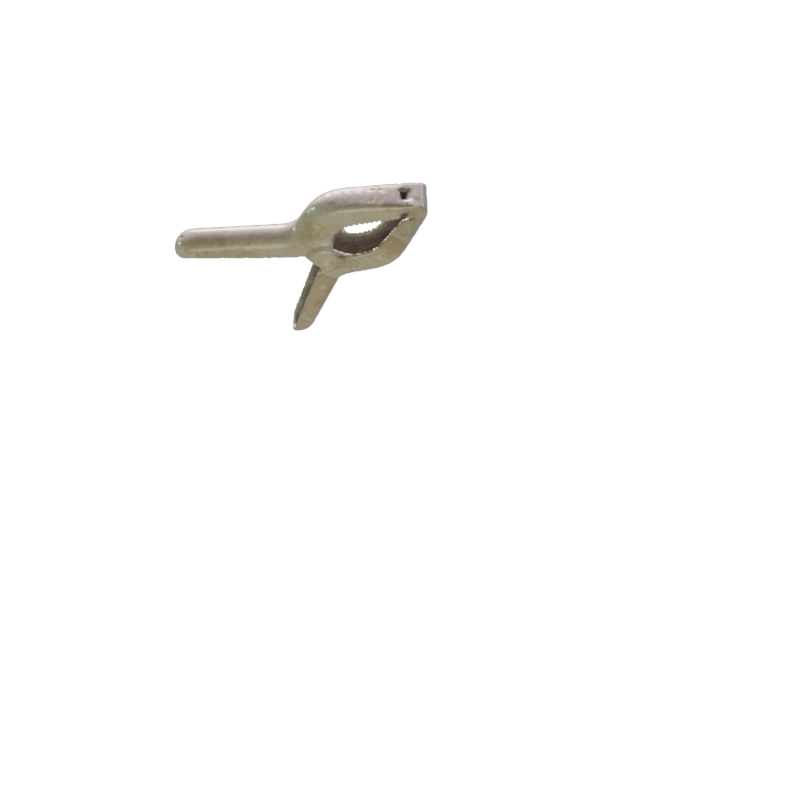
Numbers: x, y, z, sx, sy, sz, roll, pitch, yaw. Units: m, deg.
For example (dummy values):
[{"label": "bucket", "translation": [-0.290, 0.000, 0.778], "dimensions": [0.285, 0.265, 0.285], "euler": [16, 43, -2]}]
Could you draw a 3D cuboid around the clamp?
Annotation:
[{"label": "clamp", "translation": [-0.072, -0.132, 0.921], "dimensions": [0.210, 0.039, 0.154], "euler": [-26, -39, 37]}]
